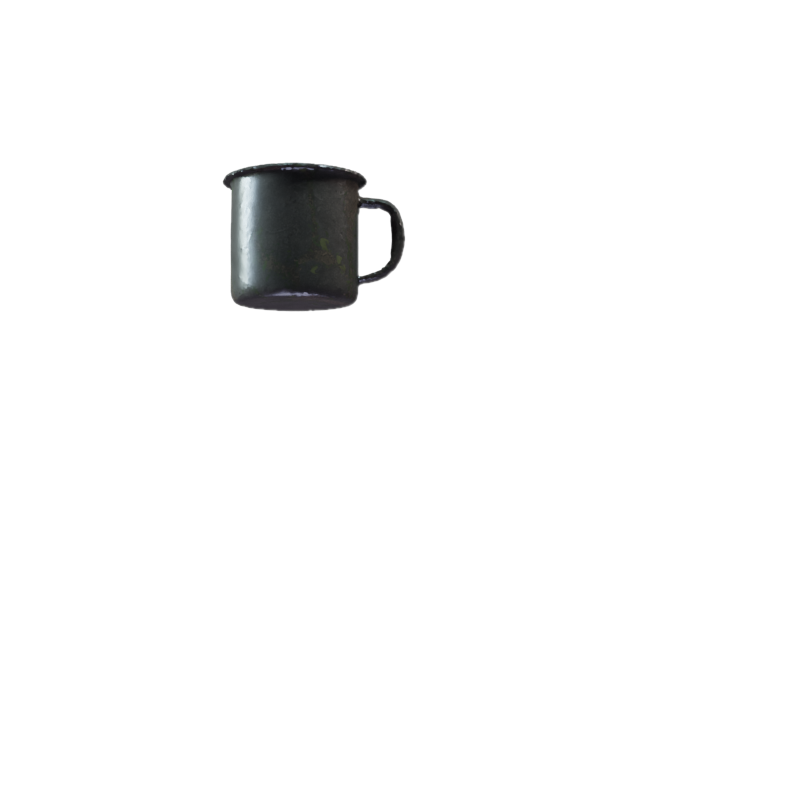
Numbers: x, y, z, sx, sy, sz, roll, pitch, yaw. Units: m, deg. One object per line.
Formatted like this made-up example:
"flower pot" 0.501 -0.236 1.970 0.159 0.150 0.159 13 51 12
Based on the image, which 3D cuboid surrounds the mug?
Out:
"mug" -0.056 -0.101 0.711 0.117 0.083 0.091 0 -6 -1
